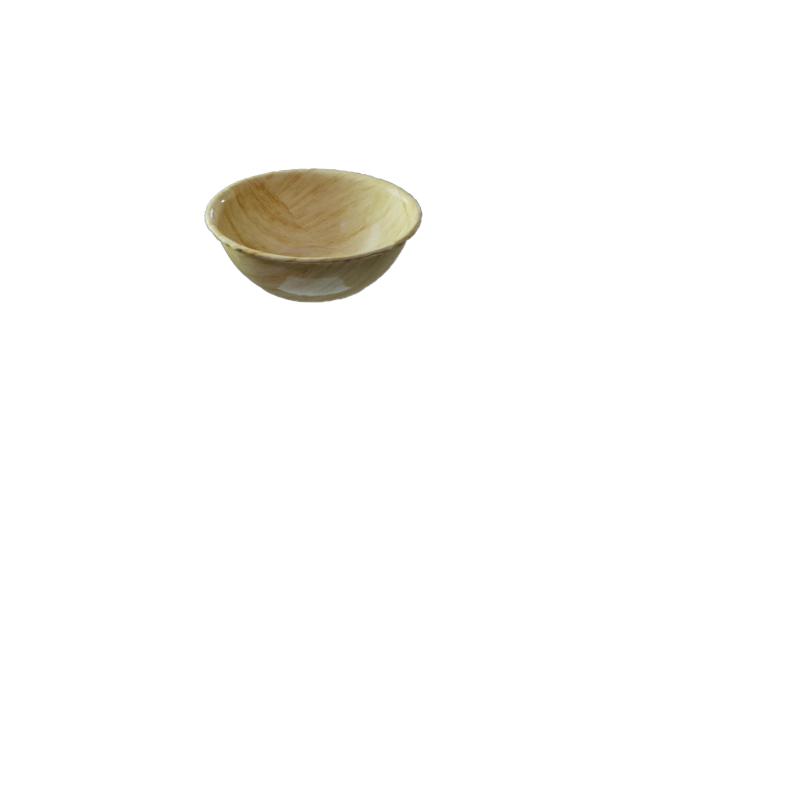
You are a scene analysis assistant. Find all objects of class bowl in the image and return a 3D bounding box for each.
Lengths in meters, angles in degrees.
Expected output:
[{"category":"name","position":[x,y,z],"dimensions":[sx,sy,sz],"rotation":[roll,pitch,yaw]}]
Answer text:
[{"category":"bowl","position":[-0.065,-0.119,0.834],"dimensions":[0.162,0.052,0.173],"rotation":[-1,33,-2]}]
